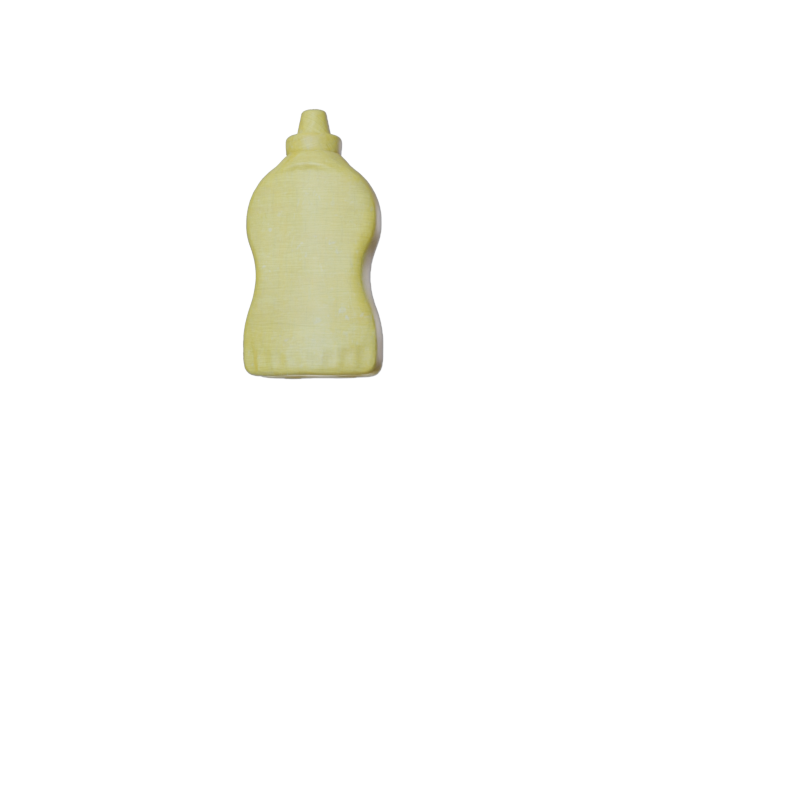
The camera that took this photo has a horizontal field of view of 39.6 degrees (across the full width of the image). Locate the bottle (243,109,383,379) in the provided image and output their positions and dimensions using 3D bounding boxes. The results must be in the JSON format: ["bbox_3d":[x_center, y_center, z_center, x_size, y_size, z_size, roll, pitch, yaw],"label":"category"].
[{"bbox_3d":[-0.062,-0.112,0.788,0.098,0.196,0.056,-3,-9,14],"label":"bottle"}]
